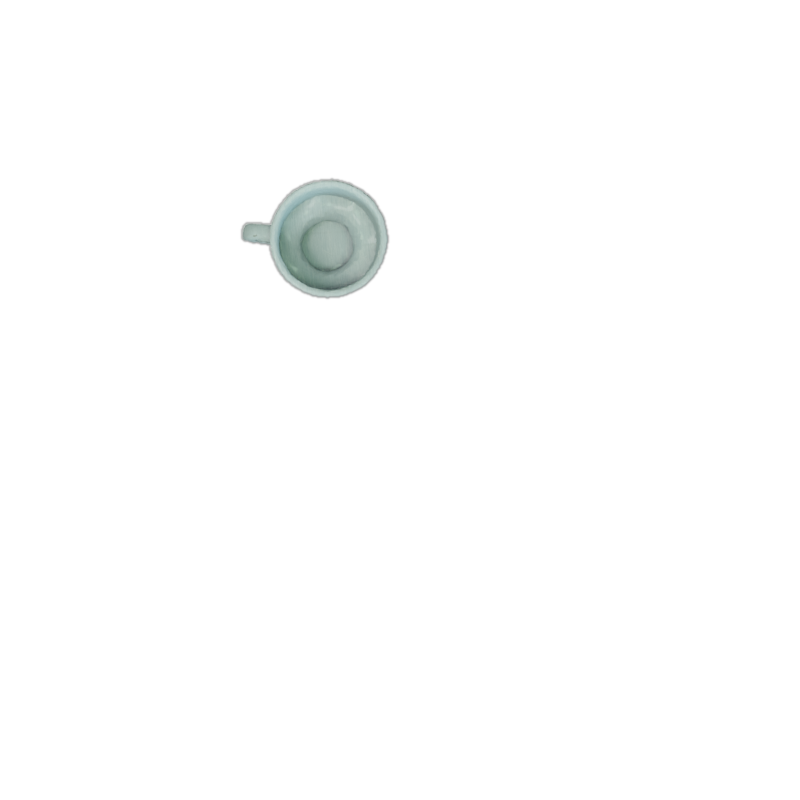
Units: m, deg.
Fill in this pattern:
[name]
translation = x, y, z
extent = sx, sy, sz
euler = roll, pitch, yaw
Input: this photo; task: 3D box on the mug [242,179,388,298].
[mug]
translation = -0.071, -0.130, 0.908
extent = 0.117, 0.094, 0.081
euler = 4, -1, -1
